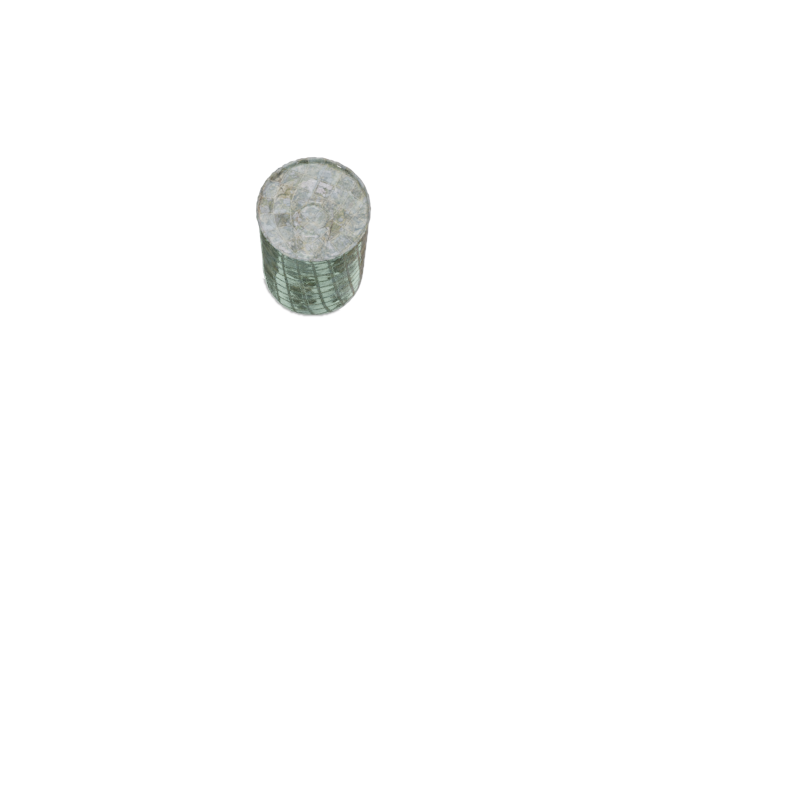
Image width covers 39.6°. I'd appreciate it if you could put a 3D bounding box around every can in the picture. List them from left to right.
[{"bbox_3d":[-0.055,-0.100,0.699,0.068,0.072,0.098,0,-18,-3],"label":"can"}]
